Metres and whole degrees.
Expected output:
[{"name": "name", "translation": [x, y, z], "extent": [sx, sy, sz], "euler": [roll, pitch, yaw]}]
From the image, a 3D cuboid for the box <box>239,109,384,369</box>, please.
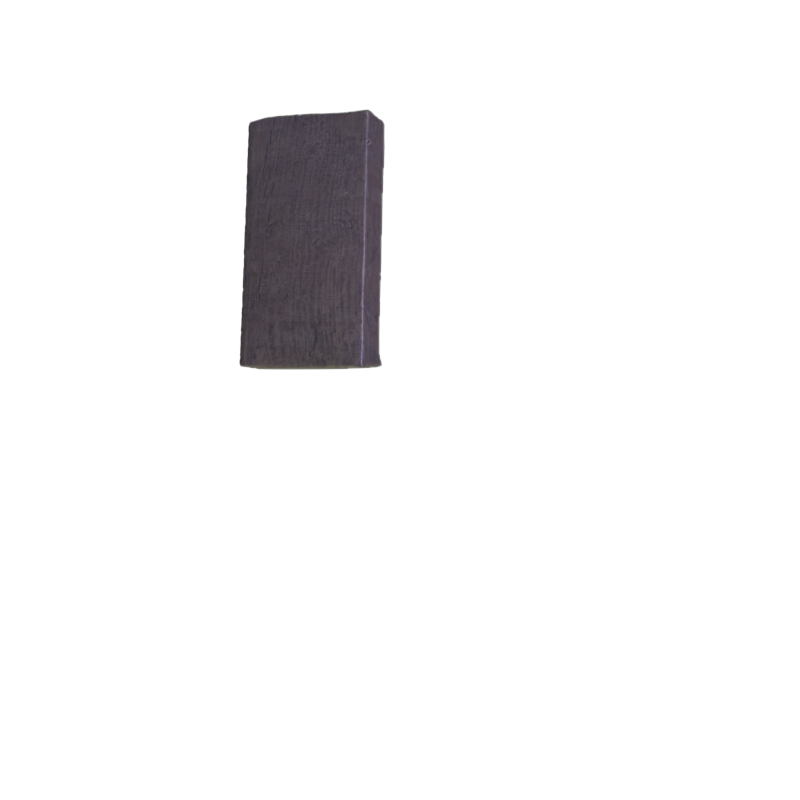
[{"name": "box", "translation": [-0.061, -0.110, 0.771], "extent": [0.095, 0.179, 0.046], "euler": [-2, -7, 19]}]
